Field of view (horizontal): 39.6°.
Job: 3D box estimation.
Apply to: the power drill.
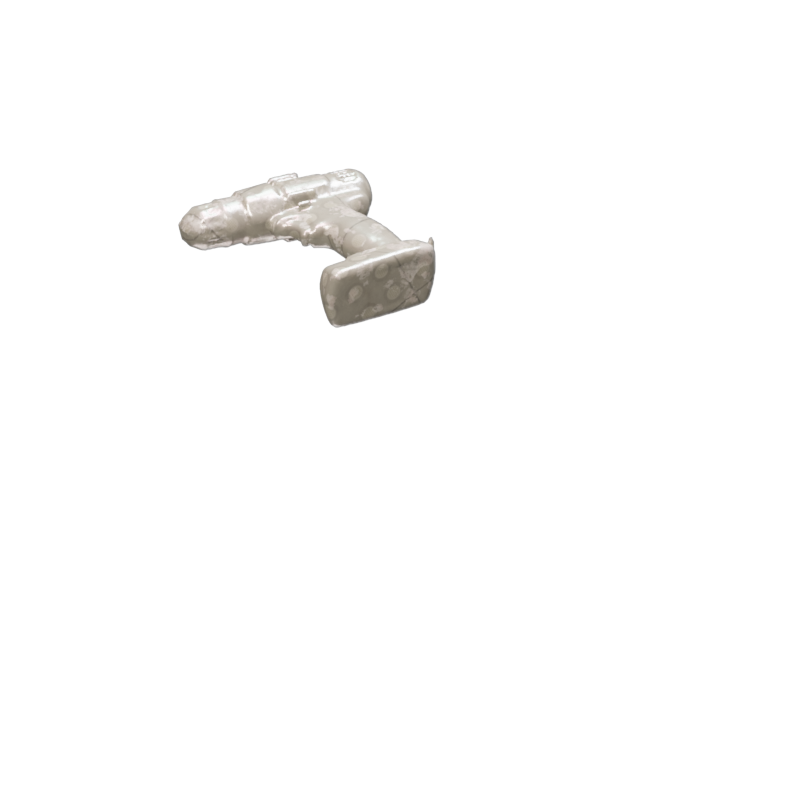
[{"bbox_3d":[-0.074,-0.134,0.941,0.182,0.054,0.203,-19,40,-24],"label":"power drill"}]
